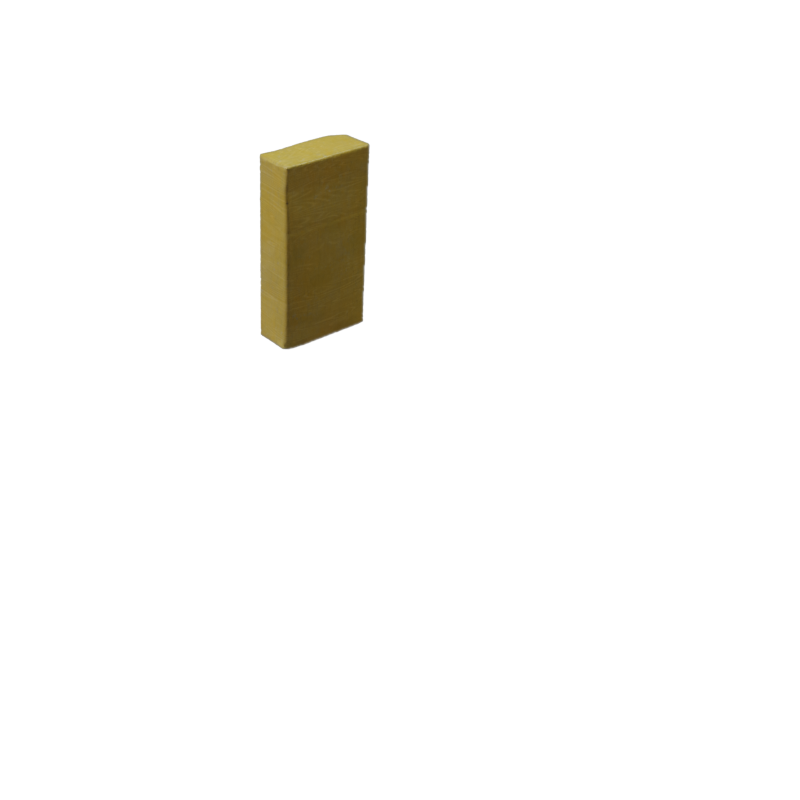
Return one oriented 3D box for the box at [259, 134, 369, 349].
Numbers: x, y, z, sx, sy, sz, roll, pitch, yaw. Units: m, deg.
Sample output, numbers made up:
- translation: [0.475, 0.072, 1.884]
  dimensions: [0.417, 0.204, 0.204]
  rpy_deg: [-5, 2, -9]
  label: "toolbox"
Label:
- translation: [-0.076, -0.139, 0.970]
  dimensions: [0.092, 0.167, 0.051]
  rpy_deg: [-20, 33, -37]
  label: "box"
